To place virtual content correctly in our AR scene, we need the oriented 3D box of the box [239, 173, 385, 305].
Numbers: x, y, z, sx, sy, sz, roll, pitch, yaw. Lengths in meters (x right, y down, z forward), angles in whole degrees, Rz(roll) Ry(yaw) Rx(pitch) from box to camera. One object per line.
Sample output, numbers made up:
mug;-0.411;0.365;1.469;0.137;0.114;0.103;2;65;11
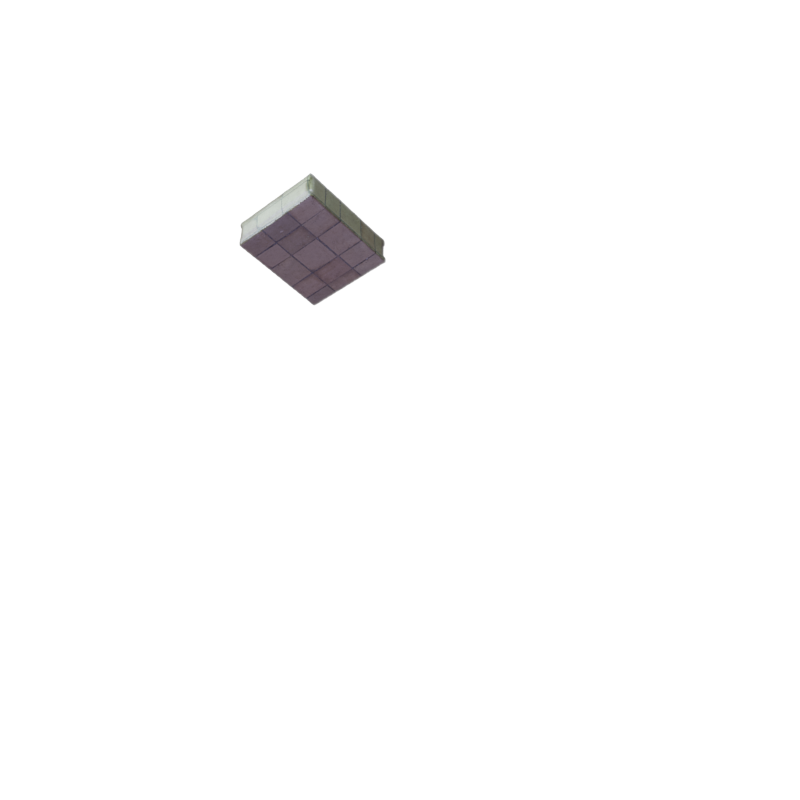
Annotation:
box;-0.066;-0.121;0.845;0.073;0.032;0.083;-32;-53;27
